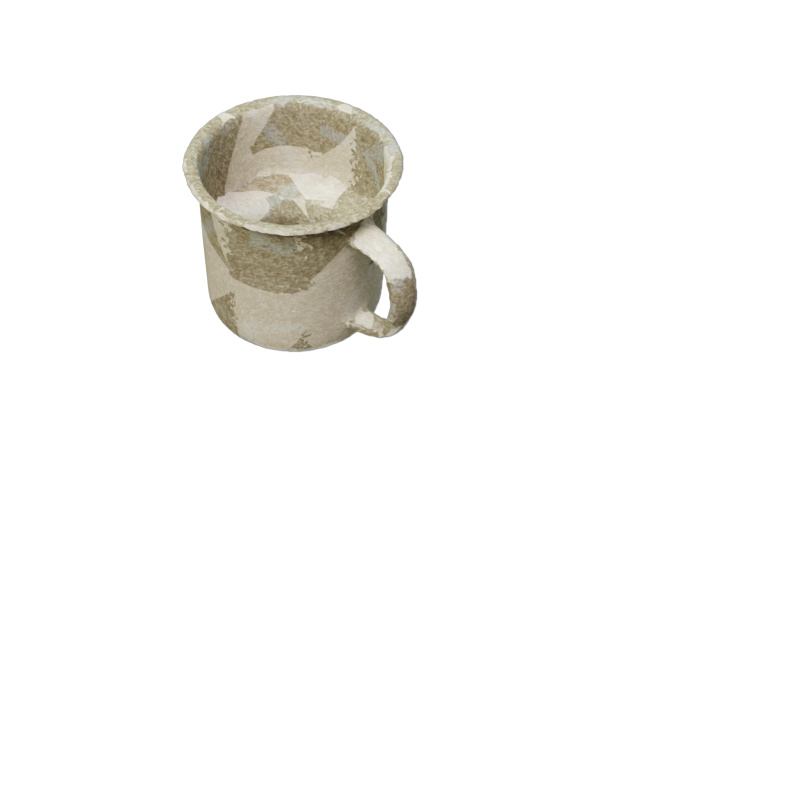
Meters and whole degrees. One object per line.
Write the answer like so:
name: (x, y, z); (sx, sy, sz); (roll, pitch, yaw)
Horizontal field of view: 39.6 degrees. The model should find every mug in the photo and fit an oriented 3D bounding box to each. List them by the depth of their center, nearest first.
mug: (-0.038, -0.070, 0.489); (0.125, 0.076, 0.094); (35, 55, 28)
